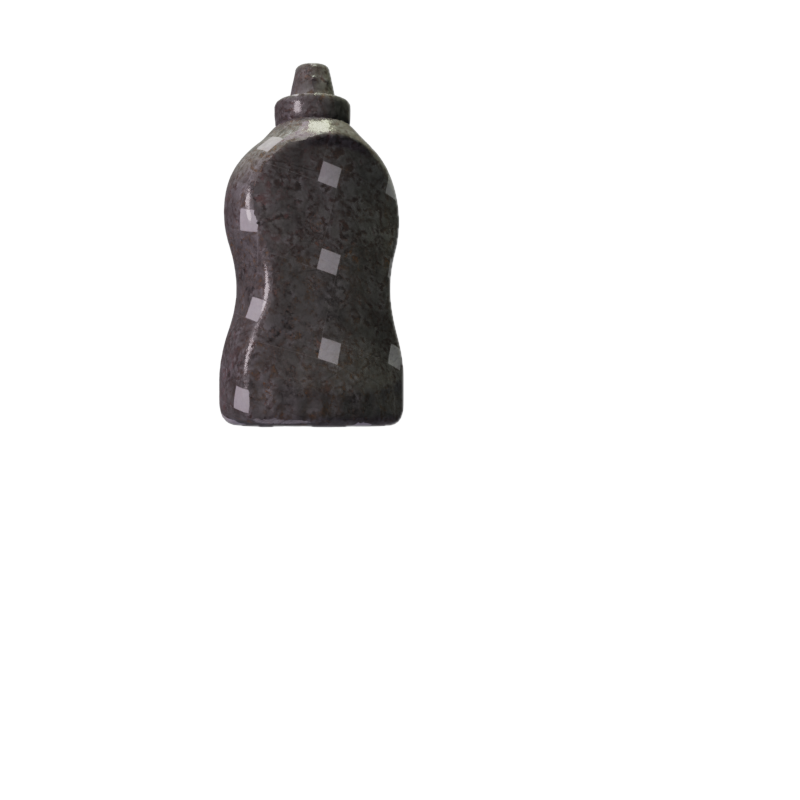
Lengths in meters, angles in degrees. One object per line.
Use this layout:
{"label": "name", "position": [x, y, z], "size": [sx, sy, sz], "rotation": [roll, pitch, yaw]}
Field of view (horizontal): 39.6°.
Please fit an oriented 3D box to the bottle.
{"label": "bottle", "position": [-0.046, -0.083, 0.582], "size": [0.092, 0.196, 0.059], "rotation": [4, -10, -29]}
